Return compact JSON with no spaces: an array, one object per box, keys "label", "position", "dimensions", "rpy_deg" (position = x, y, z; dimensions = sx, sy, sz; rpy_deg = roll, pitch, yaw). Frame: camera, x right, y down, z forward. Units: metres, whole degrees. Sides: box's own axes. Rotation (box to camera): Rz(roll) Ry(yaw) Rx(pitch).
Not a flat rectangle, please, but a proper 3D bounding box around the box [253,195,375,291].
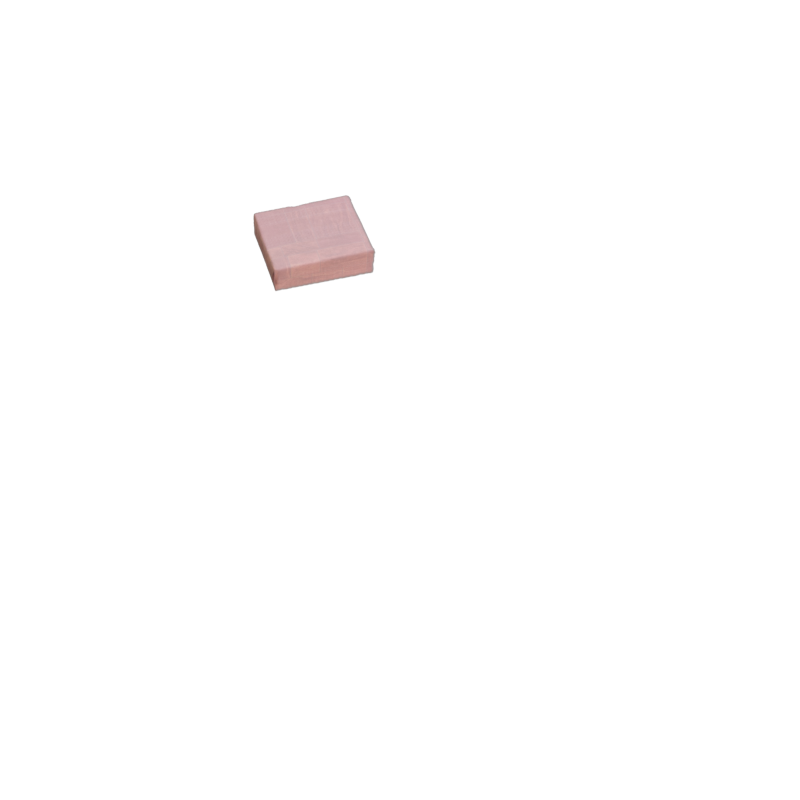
[{"label":"box","position":[-0.074,-0.135,0.946],"dimensions":[0.088,0.079,0.028],"rpy_deg":[-13,-41,-12]}]
